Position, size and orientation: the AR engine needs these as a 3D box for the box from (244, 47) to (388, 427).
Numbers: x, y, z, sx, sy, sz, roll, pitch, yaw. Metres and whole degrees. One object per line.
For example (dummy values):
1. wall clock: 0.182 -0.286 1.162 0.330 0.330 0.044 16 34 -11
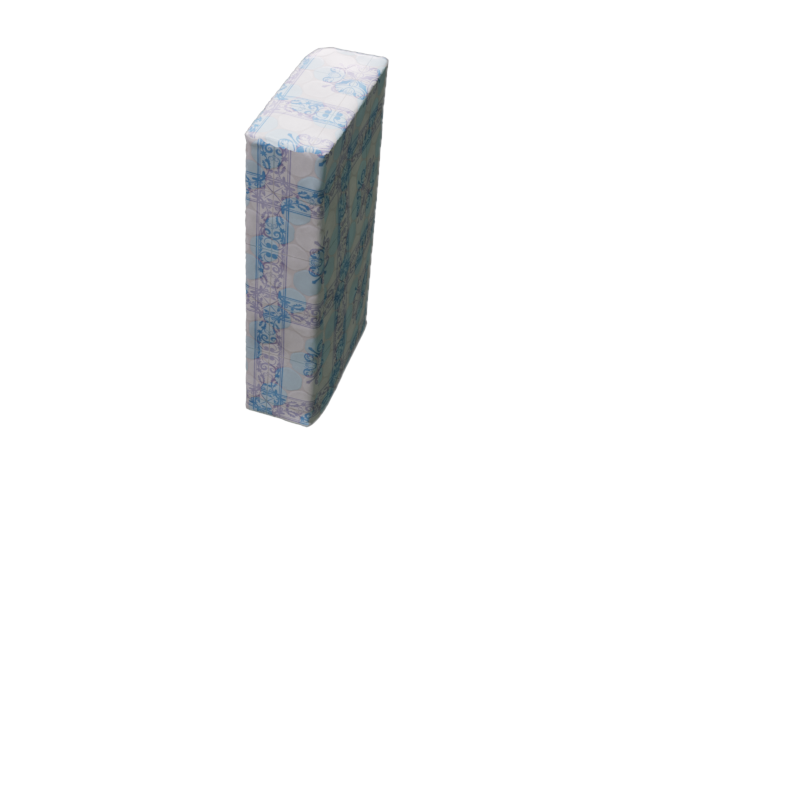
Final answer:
1. box: -0.044 -0.080 0.563 0.049 0.164 0.097 13 42 11
